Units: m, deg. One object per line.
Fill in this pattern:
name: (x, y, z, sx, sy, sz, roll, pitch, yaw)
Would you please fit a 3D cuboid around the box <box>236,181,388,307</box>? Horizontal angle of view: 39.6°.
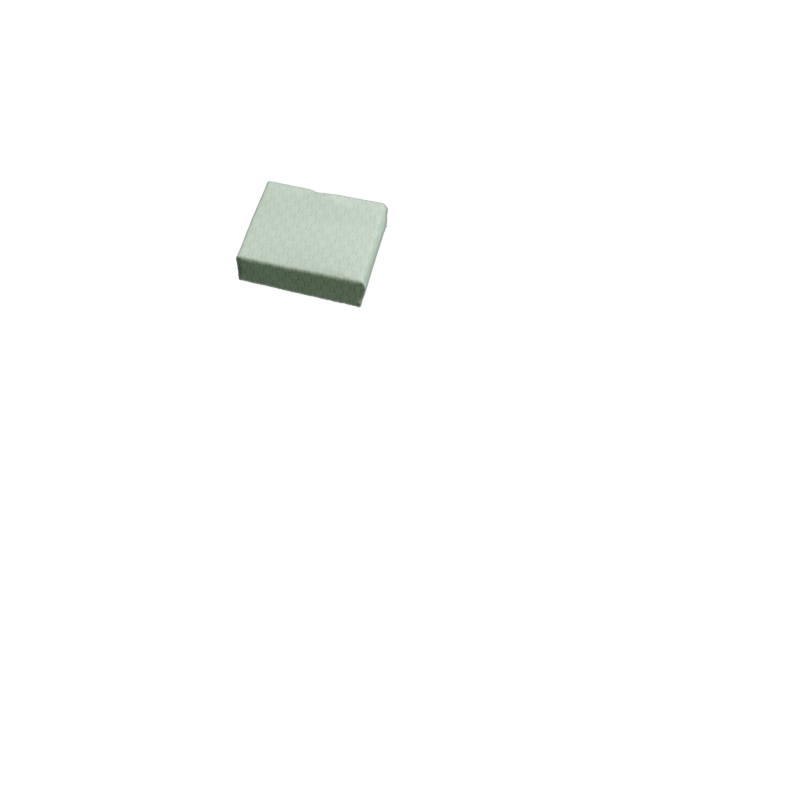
box: (-0.059, -0.109, 0.762, 0.091, 0.077, 0.028, 12, -36, 8)
